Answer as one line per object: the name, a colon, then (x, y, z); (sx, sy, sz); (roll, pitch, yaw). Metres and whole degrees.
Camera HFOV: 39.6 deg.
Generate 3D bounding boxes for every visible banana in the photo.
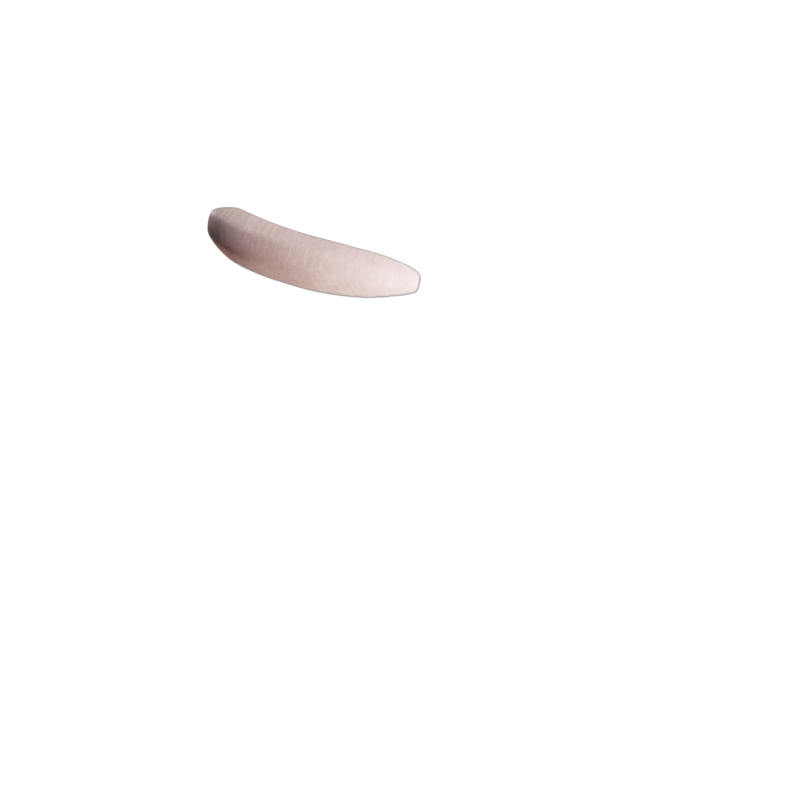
banana: (-0.078, -0.109, 0.793); (0.069, 0.035, 0.211); (-25, 38, -38)
